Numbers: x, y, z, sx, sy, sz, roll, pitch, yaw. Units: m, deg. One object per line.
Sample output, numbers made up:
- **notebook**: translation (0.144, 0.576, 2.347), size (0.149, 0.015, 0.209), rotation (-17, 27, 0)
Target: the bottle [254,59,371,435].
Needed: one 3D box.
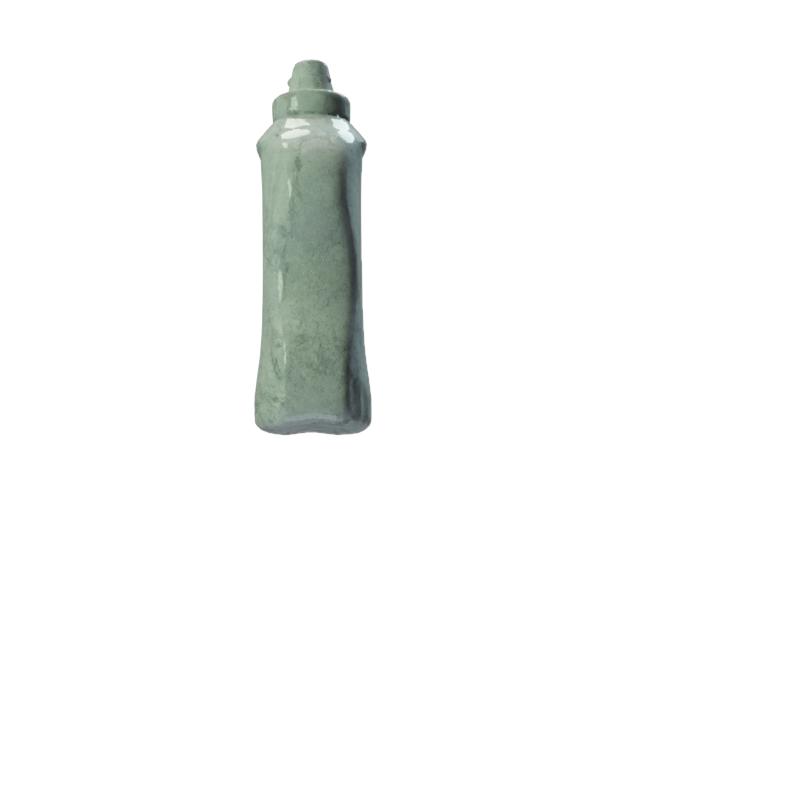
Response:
- **bottle**: translation (-0.045, -0.081, 0.565), size (0.058, 0.197, 0.093), rotation (0, -11, -2)
